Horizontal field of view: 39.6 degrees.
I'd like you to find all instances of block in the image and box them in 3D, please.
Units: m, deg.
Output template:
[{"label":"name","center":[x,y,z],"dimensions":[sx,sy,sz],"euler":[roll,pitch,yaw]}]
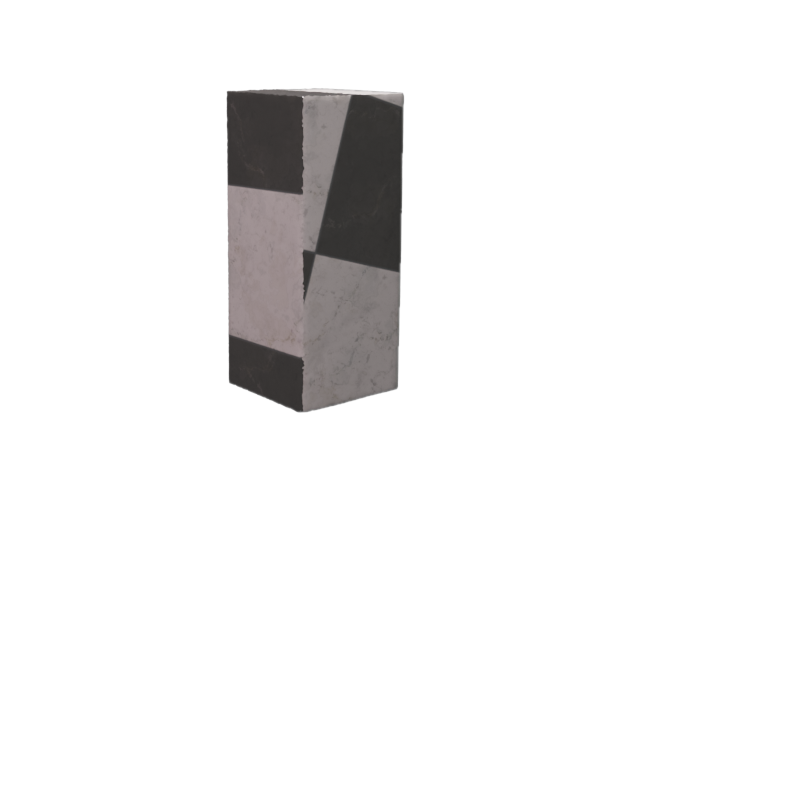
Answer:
[{"label":"block","center":[-0.059,-0.109,0.764],"dimensions":[0.088,0.201,0.096],"euler":[-9,15,-40]}]
